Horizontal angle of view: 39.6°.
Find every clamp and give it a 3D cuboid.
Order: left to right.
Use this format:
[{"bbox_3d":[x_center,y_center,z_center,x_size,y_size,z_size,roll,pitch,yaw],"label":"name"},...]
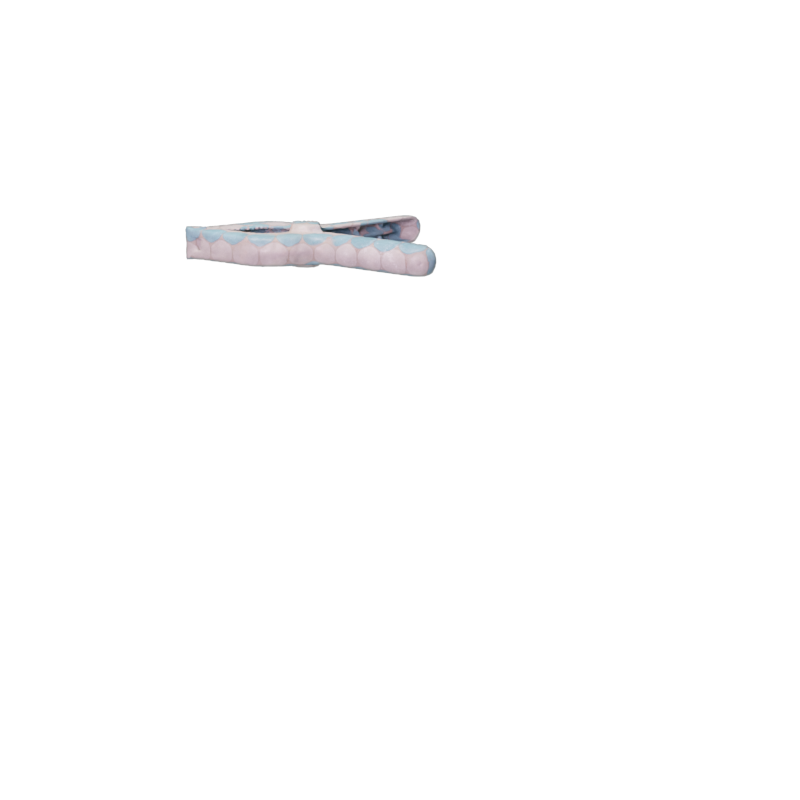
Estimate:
[{"bbox_3d":[-0.073,-0.134,0.936,0.212,0.035,0.168,2,17,6],"label":"clamp"}]
